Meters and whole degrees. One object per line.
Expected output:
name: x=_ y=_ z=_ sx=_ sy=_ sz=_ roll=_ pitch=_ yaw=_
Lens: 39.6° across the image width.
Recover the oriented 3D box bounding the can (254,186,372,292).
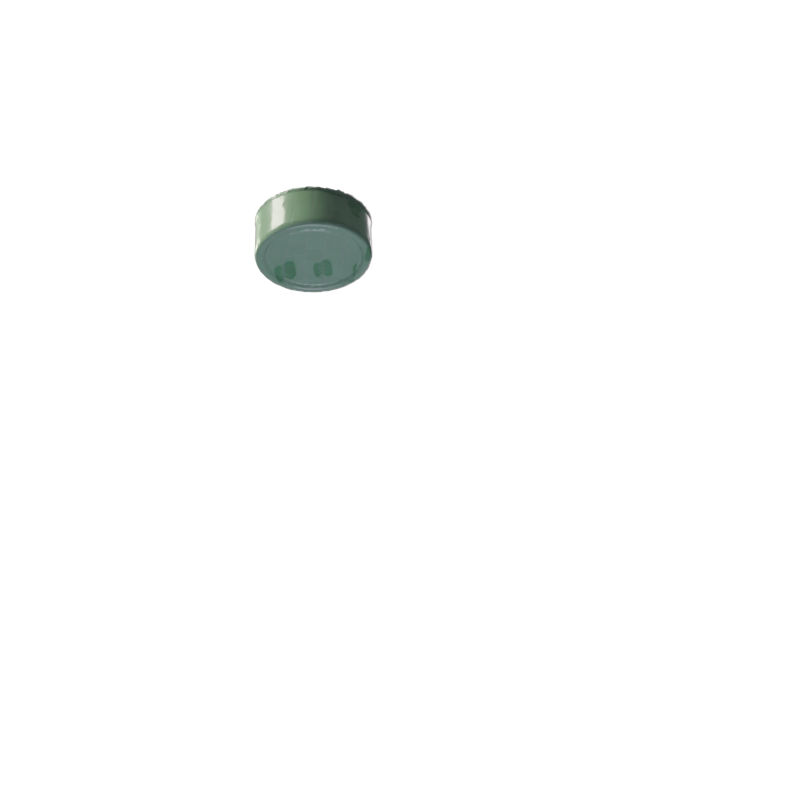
can: x=-0.063 y=-0.114 z=0.799 sx=0.086 sy=0.036 sz=0.080 roll=1 pitch=-32 yaw=-2
